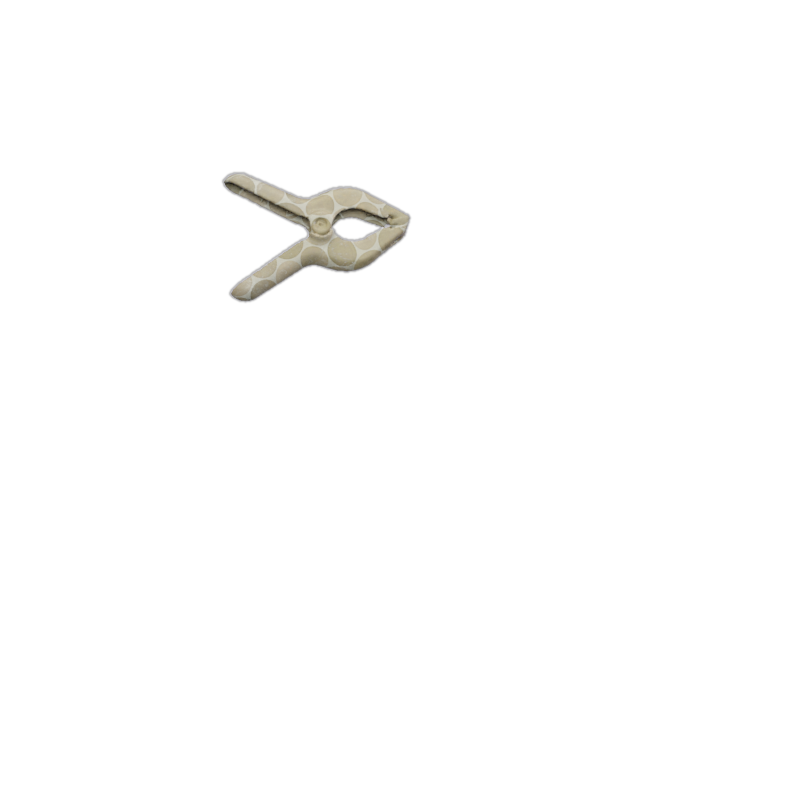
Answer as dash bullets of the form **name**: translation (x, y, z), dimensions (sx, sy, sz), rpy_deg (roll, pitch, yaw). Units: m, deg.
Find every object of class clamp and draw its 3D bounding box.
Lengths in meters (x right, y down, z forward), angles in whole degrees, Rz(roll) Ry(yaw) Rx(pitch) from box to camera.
- **clamp**: translation (-0.078, -0.143, 0.998), dimensions (0.171, 0.124, 0.038), rpy_deg (3, -13, 1)
